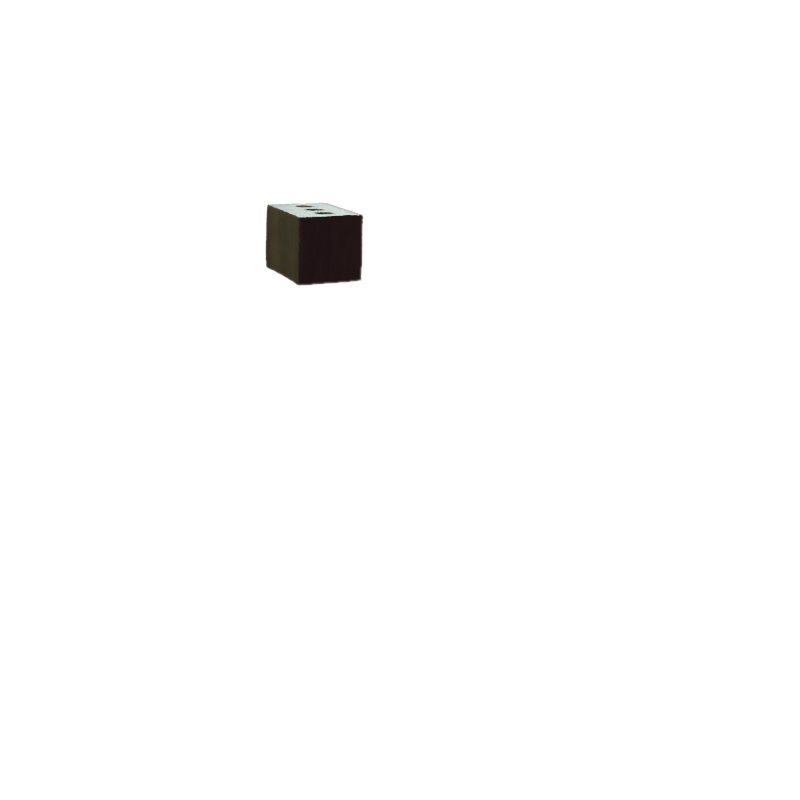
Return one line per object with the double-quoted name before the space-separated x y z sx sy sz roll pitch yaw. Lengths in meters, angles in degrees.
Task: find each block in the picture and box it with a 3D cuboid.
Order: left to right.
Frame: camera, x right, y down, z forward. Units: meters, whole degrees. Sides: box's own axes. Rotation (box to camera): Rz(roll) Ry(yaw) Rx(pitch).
"block" -0.066 -0.121 0.845 0.051 0.050 0.082 -5 16 -23
